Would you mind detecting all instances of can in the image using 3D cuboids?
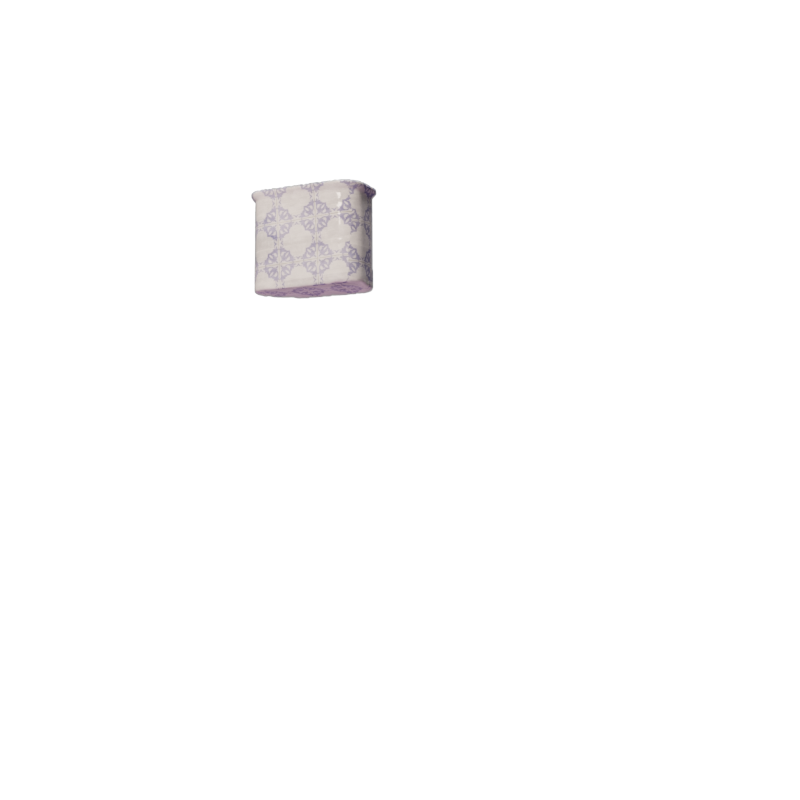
[{"bbox_3d":[-0.071,-0.130,0.908,0.104,0.086,0.055,-4,-11,25],"label":"can"}]
